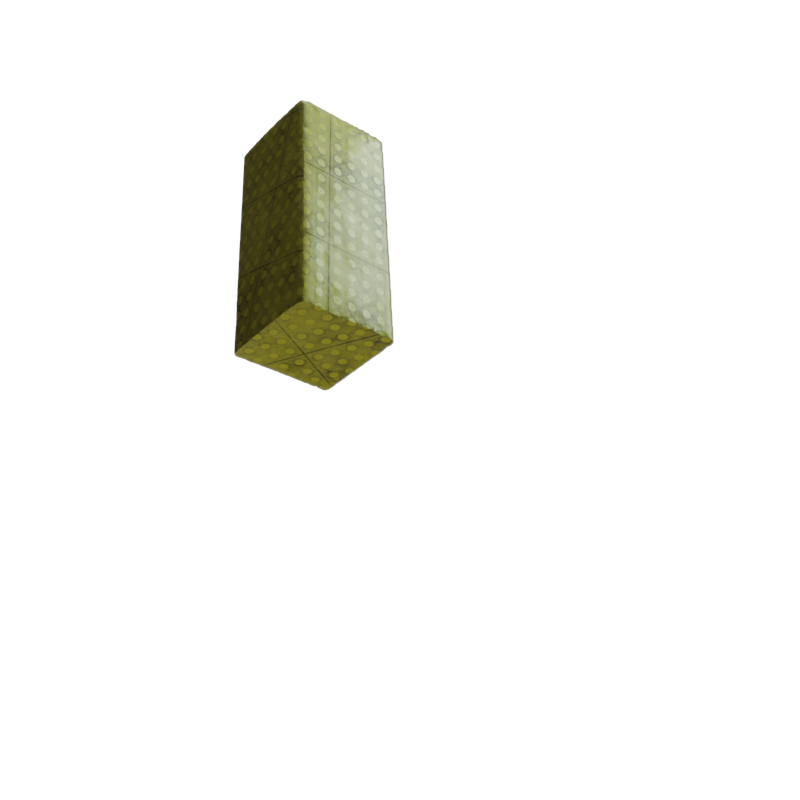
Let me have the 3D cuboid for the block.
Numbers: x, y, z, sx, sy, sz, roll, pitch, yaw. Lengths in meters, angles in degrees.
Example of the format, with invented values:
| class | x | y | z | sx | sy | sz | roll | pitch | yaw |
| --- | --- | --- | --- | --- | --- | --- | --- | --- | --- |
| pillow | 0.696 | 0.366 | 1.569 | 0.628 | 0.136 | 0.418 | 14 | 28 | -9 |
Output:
| class | x | y | z | sx | sy | sz | roll | pitch | yaw |
| --- | --- | --- | --- | --- | --- | --- | --- | --- | --- |
| block | -0.070 | -0.128 | 0.895 | 0.086 | 0.221 | 0.089 | 24 | -44 | -31 |
